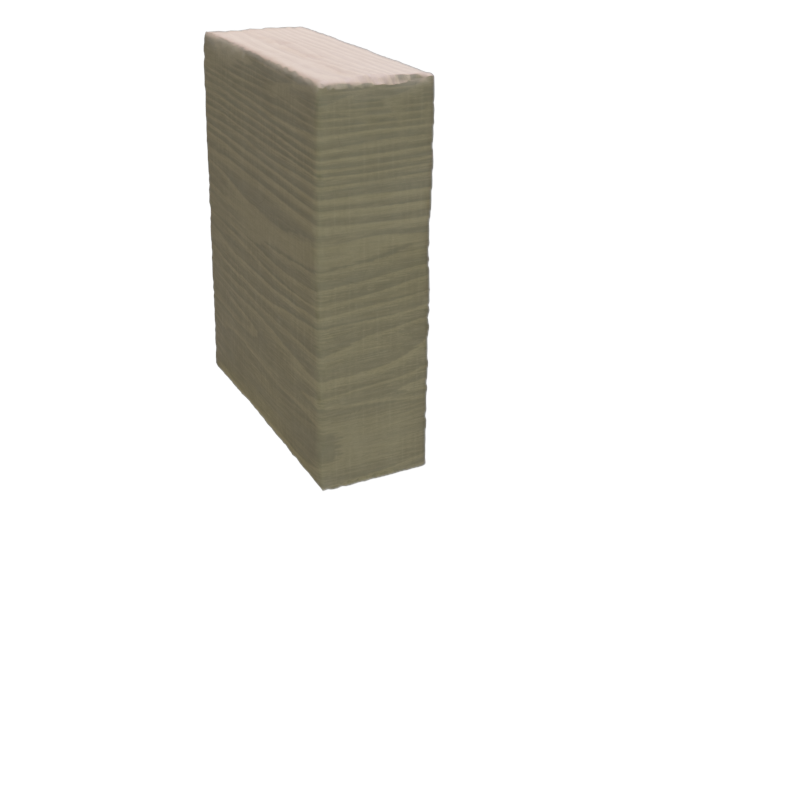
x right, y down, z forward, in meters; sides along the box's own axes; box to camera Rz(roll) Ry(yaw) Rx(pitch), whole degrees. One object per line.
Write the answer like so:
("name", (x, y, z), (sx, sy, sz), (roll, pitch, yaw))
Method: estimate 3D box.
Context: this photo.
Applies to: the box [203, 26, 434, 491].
("box", (-0.048, -0.087, 0.611), (0.070, 0.204, 0.176), (-9, 25, -25))
